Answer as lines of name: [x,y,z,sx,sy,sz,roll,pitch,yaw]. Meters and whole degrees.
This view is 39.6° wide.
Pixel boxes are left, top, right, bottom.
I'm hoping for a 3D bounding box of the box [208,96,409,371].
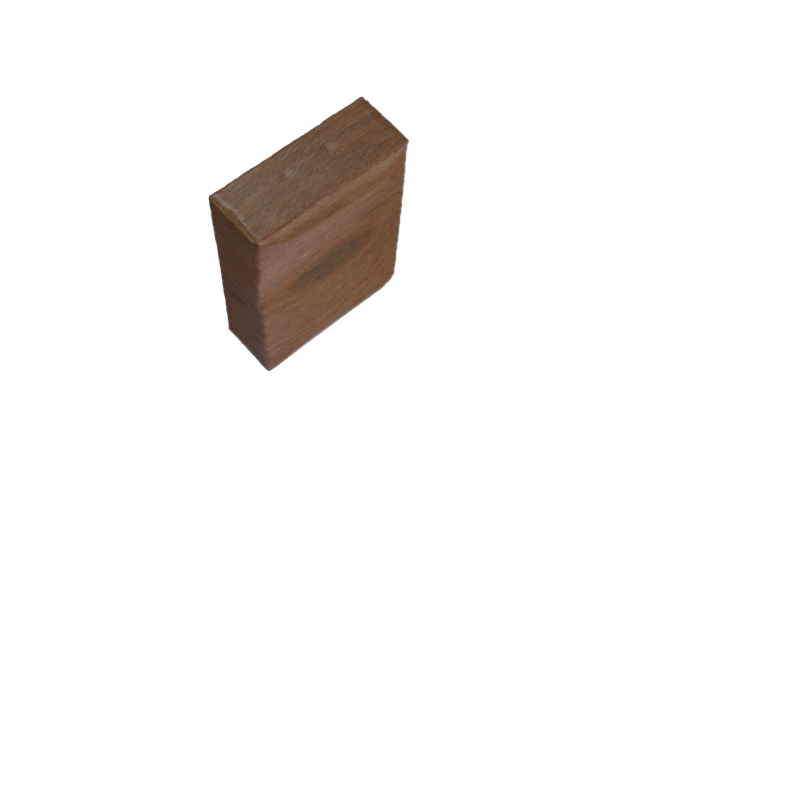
box: [-0.076,-0.139,0.973,0.165,0.076,0.201,-38,-19,-21]
